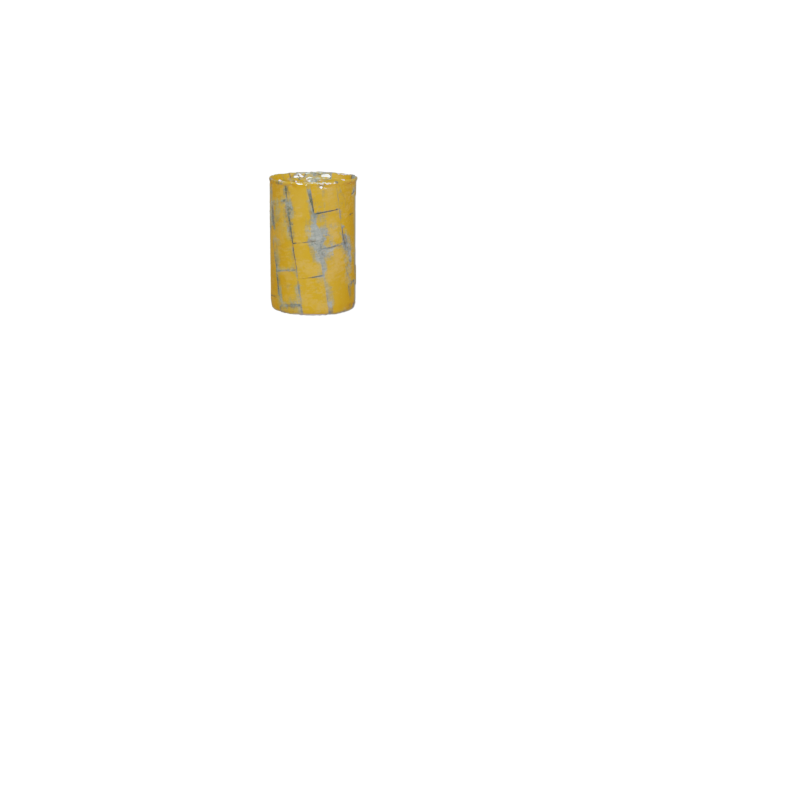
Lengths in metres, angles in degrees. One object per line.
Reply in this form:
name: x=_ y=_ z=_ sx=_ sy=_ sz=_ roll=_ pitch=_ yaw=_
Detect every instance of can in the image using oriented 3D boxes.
can: x=-0.067 y=-0.122 z=0.857 sx=0.068 sy=0.099 sz=0.071 roll=0 pitch=13 yaw=-2
